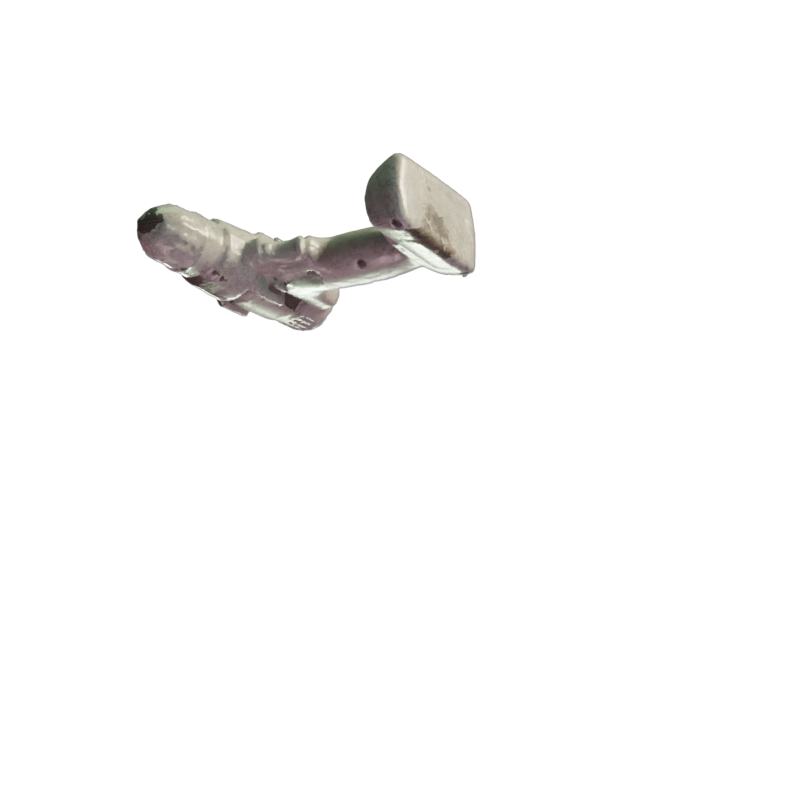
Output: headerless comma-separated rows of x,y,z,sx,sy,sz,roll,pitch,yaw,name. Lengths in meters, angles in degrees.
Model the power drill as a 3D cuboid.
-0.059,-0.107,0.751,0.191,0.060,0.173,-12,-21,34,power drill
